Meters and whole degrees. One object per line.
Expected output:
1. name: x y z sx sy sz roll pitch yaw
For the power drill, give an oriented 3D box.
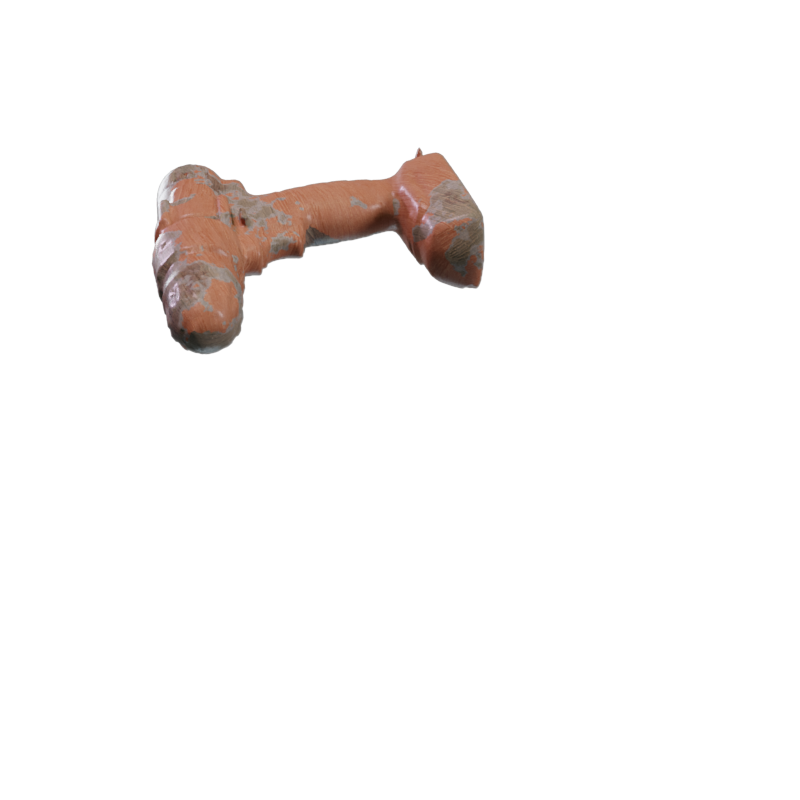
1. power drill: -0.051 -0.092 0.647 0.186 0.054 0.198 -6 35 -9
